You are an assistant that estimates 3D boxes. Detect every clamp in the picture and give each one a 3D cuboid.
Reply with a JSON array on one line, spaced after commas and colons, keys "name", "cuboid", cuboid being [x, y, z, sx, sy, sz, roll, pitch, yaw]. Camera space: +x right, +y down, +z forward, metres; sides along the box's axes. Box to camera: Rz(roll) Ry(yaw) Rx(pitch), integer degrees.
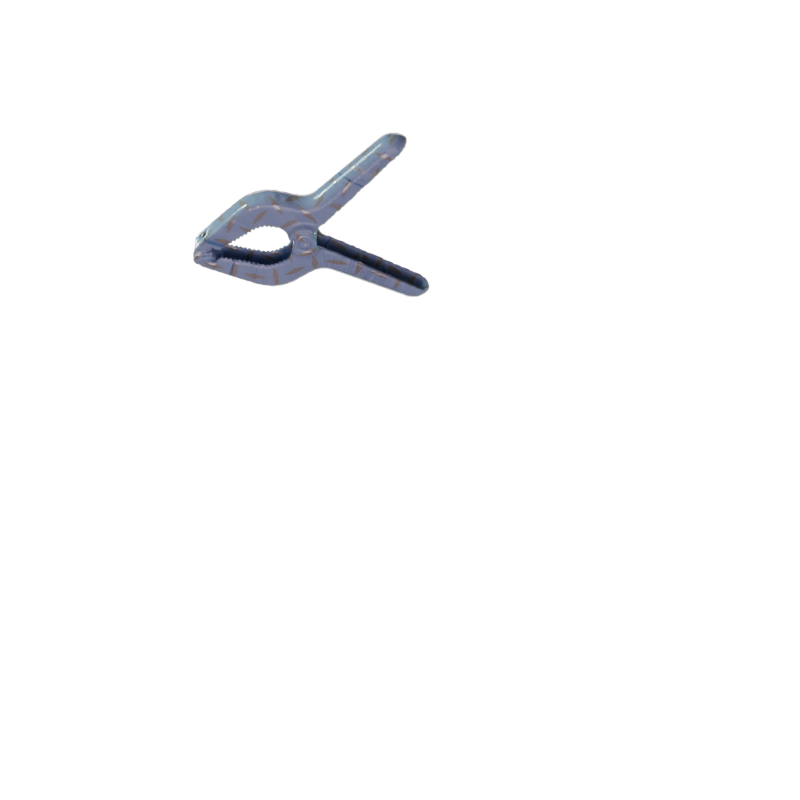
[{"name": "clamp", "cuboid": [-0.077, -0.141, 0.987, 0.211, 0.153, 0.039, -13, 33, 9]}]
